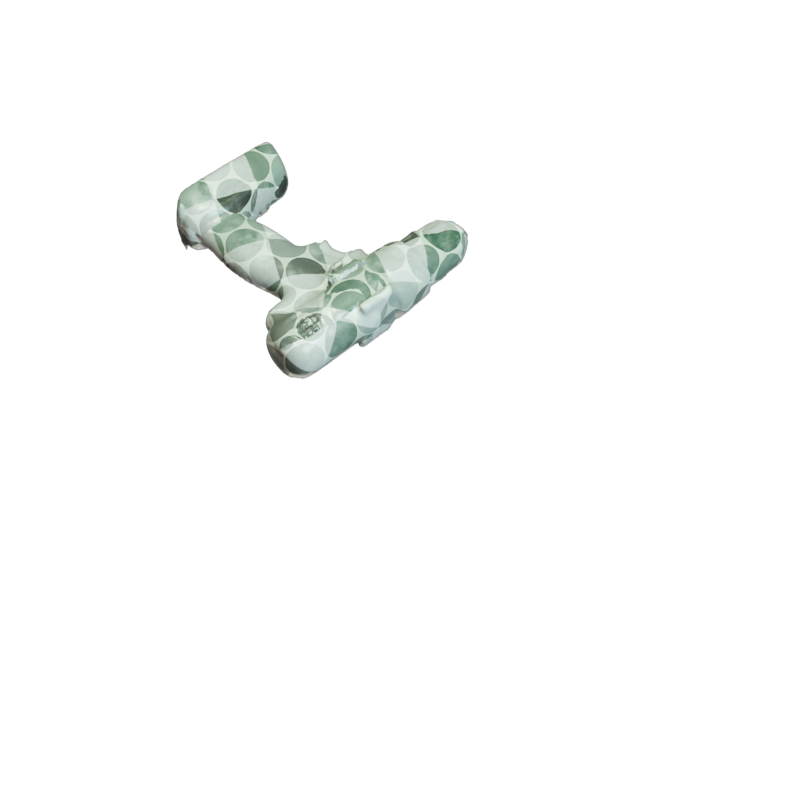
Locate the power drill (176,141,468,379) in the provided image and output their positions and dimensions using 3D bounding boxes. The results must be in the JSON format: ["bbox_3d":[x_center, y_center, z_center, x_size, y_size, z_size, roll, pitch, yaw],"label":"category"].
[{"bbox_3d":[-0.067,-0.122,0.852,0.185,0.053,0.200,-35,58,-26],"label":"power drill"}]
